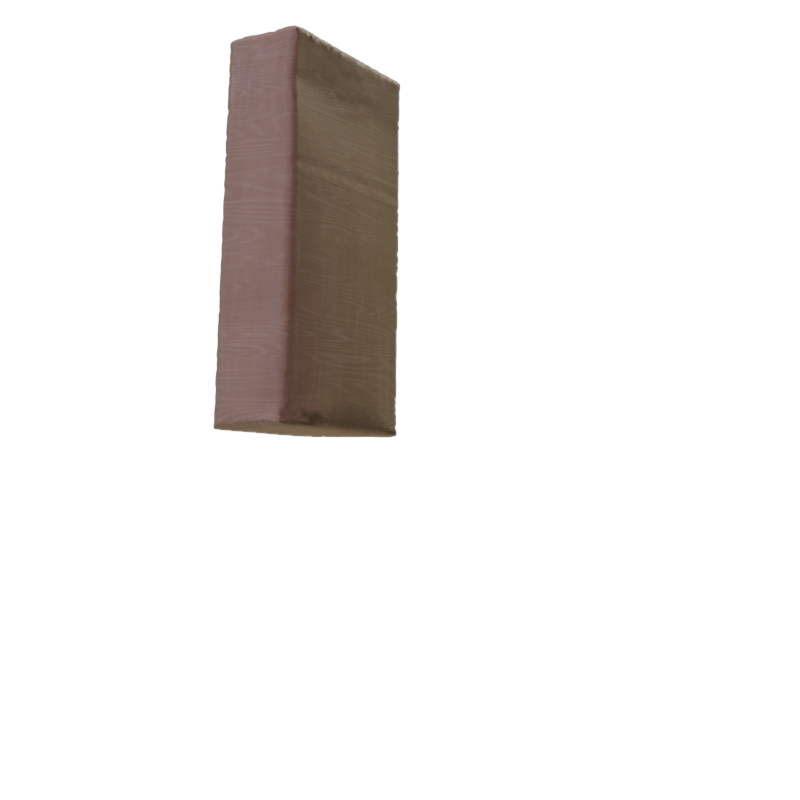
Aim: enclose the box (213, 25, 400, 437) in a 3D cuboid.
[{"bbox_3d":[-0.040,-0.073,0.514,0.049,0.182,0.088,-8,-13,31],"label":"box"}]
